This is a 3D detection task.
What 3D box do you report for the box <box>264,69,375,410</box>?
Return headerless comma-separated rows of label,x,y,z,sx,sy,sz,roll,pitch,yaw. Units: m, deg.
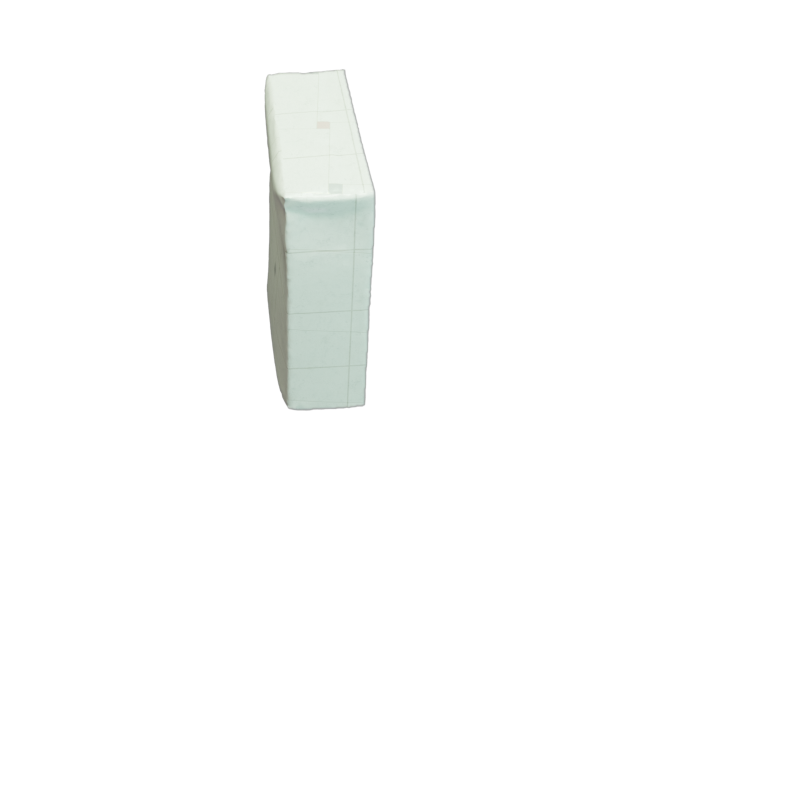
box,-0.068,-0.123,0.863,0.071,0.199,0.177,-4,44,-8
